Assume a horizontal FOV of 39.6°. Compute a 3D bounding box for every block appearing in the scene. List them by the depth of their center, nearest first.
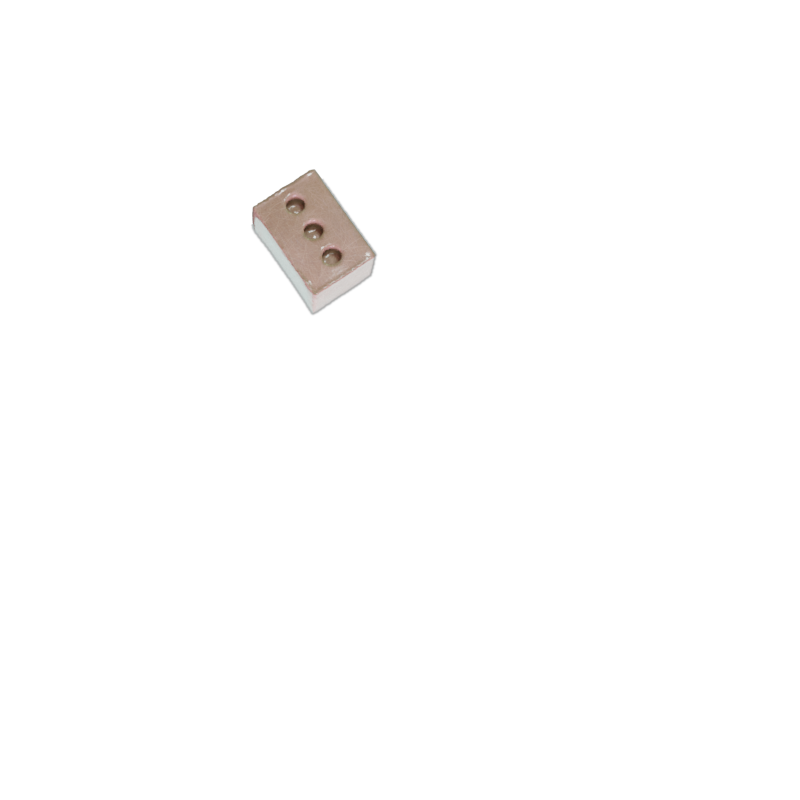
[{"bbox_3d":[-0.060,-0.109,0.764,0.053,0.081,0.049,-34,-13,-10],"label":"block"}]
